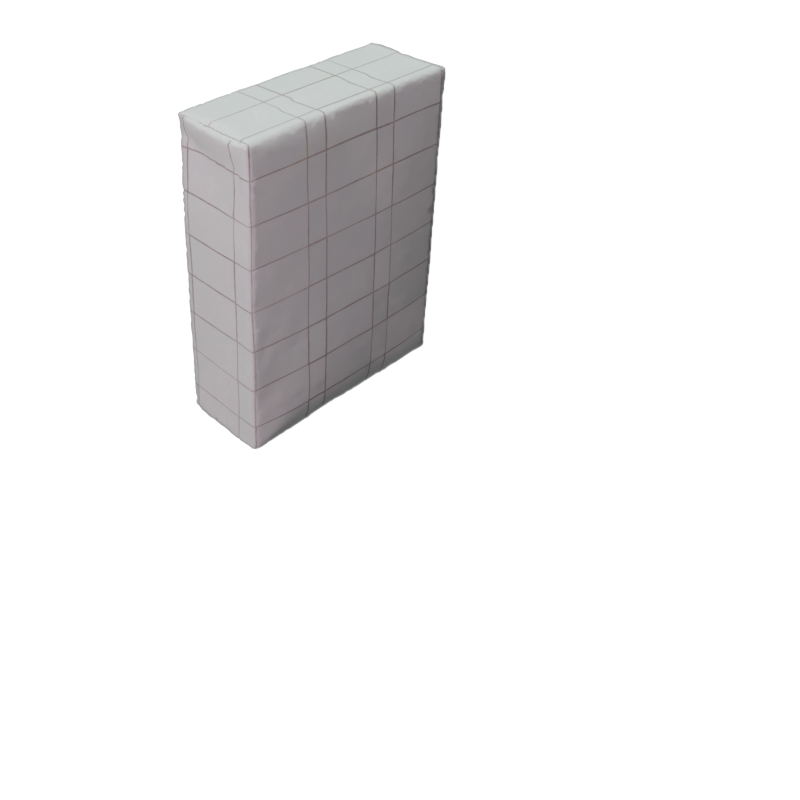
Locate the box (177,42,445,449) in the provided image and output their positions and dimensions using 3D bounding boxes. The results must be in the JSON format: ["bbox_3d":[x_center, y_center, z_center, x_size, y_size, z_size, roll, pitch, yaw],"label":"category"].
[{"bbox_3d":[-0.055,-0.100,0.704,0.077,0.200,0.164,28,42,34],"label":"box"}]
